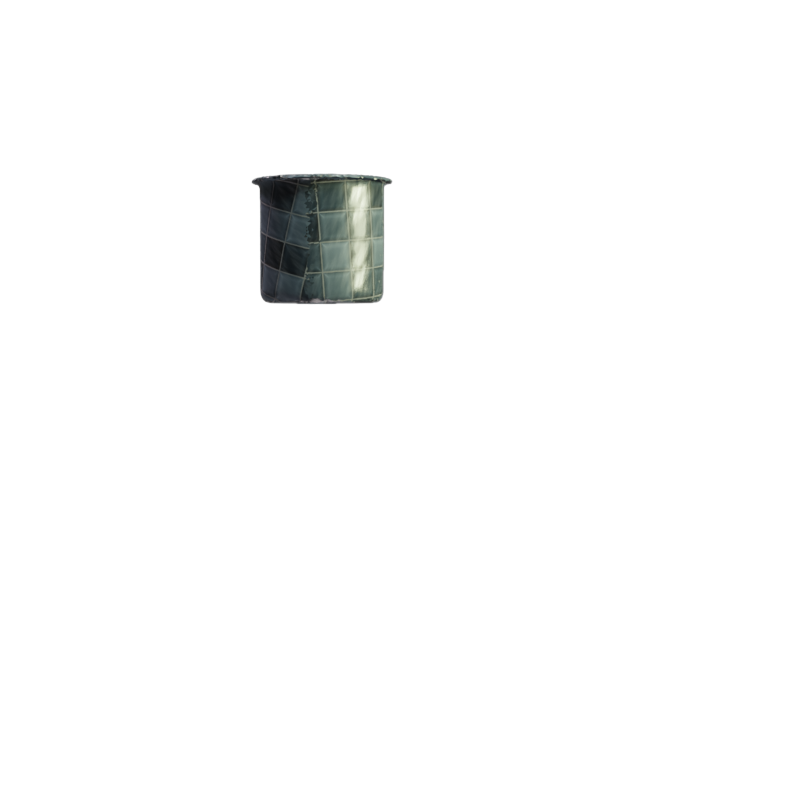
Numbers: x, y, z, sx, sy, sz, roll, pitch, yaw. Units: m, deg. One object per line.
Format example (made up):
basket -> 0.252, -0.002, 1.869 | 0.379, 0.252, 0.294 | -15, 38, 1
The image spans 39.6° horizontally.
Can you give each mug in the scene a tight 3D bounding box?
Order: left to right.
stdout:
mug -> -0.058, -0.106, 0.742 | 0.090, 0.081, 0.121 | -2, 4, -31
